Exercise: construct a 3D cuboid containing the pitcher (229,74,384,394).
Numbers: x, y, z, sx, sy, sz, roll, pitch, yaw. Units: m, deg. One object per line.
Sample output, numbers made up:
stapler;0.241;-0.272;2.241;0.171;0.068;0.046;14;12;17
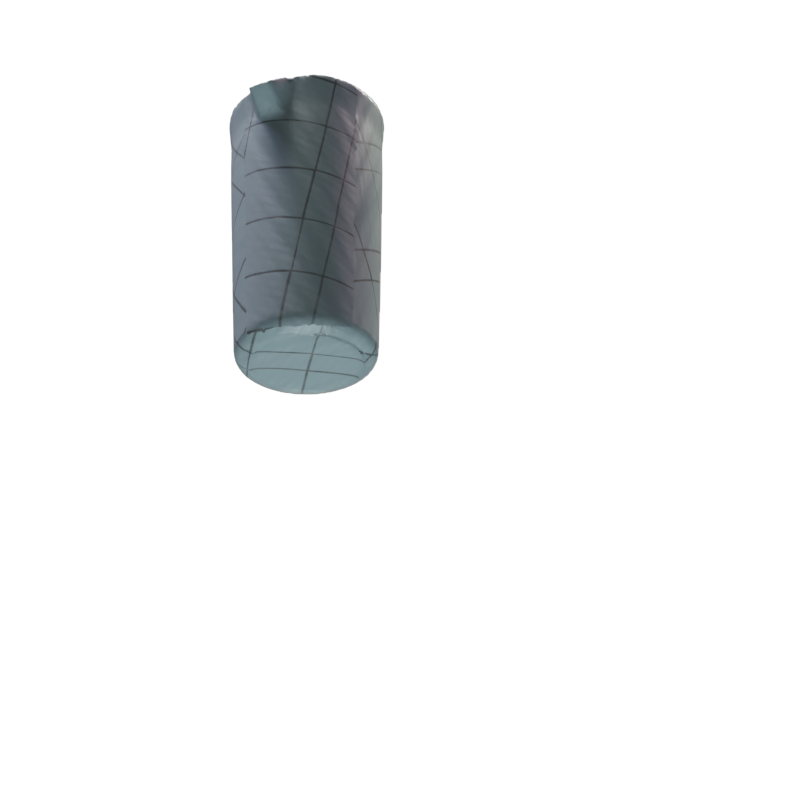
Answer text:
pitcher;-0.070;-0.128;0.896;0.145;0.260;0.139;10;-35;-18
